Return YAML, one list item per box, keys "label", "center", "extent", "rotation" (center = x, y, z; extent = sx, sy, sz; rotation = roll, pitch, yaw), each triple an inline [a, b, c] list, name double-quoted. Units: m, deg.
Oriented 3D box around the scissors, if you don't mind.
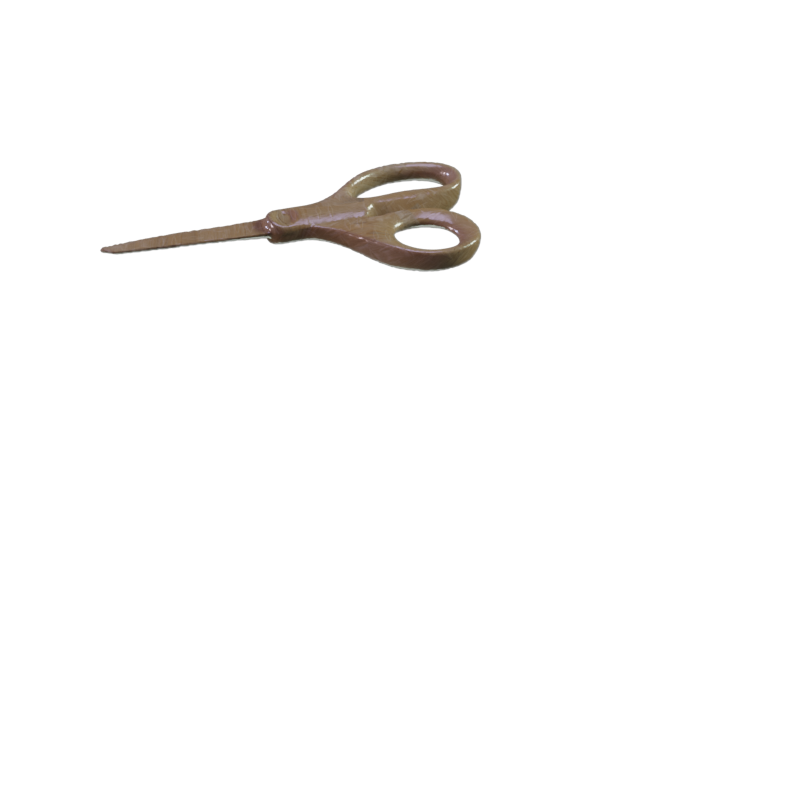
- label: "scissors"
  center: [-0.045, -0.083, 0.581]
  extent: [0.200, 0.015, 0.104]
  rotation: [-22, 46, -23]
